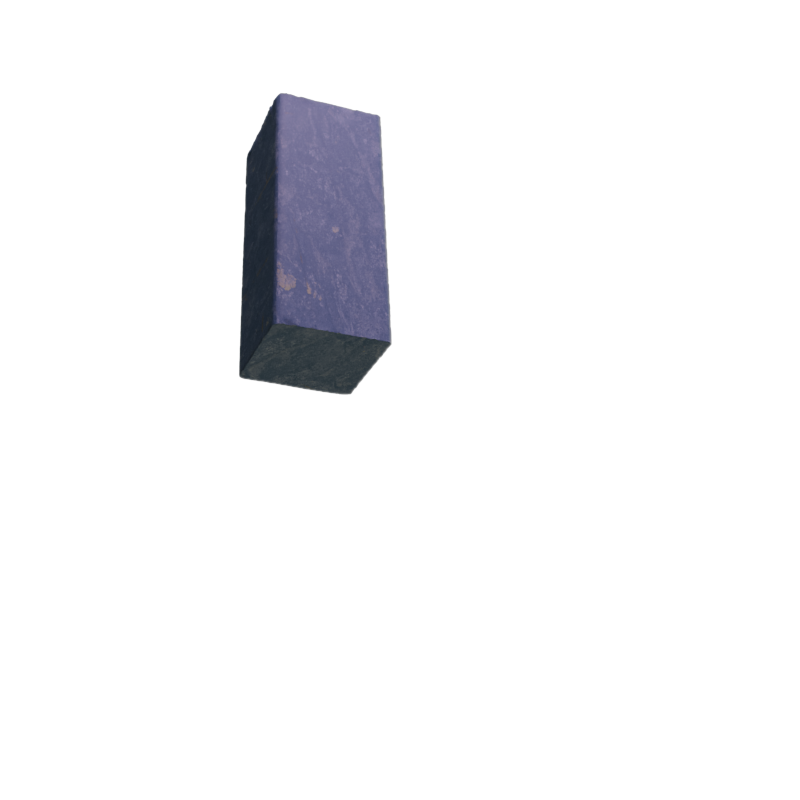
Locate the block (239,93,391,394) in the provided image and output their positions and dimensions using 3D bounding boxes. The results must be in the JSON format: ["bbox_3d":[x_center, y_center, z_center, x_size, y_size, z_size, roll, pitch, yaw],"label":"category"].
[{"bbox_3d":[-0.067,-0.121,0.849,0.087,0.220,0.088,10,-33,-19],"label":"block"}]
